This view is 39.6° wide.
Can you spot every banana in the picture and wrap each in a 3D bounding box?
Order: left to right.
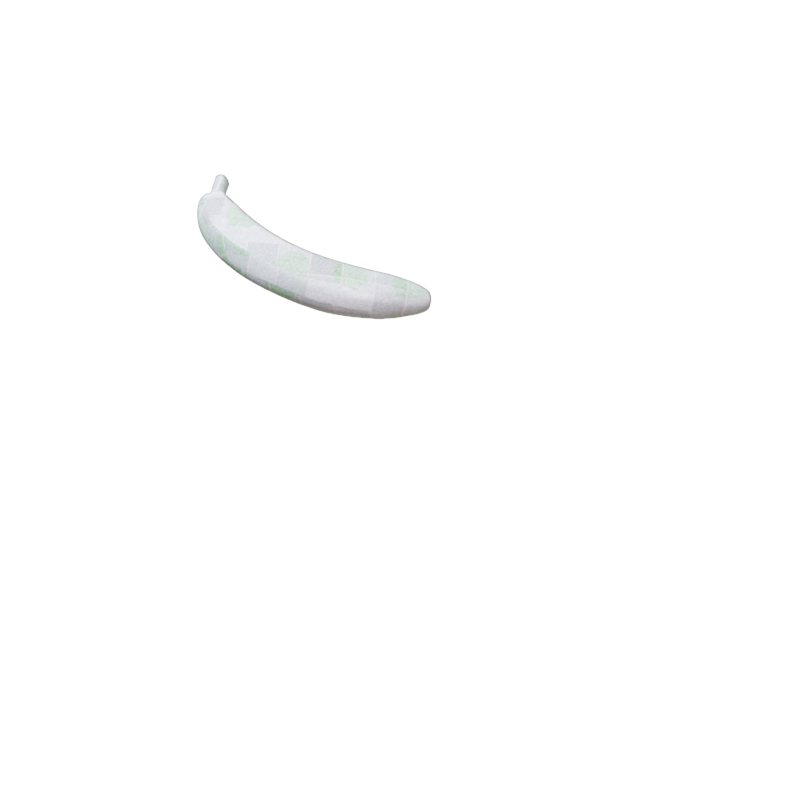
[{"bbox_3d":[-0.075,-0.101,0.774,0.208,0.071,0.034,33,-31,22],"label":"banana"}]
